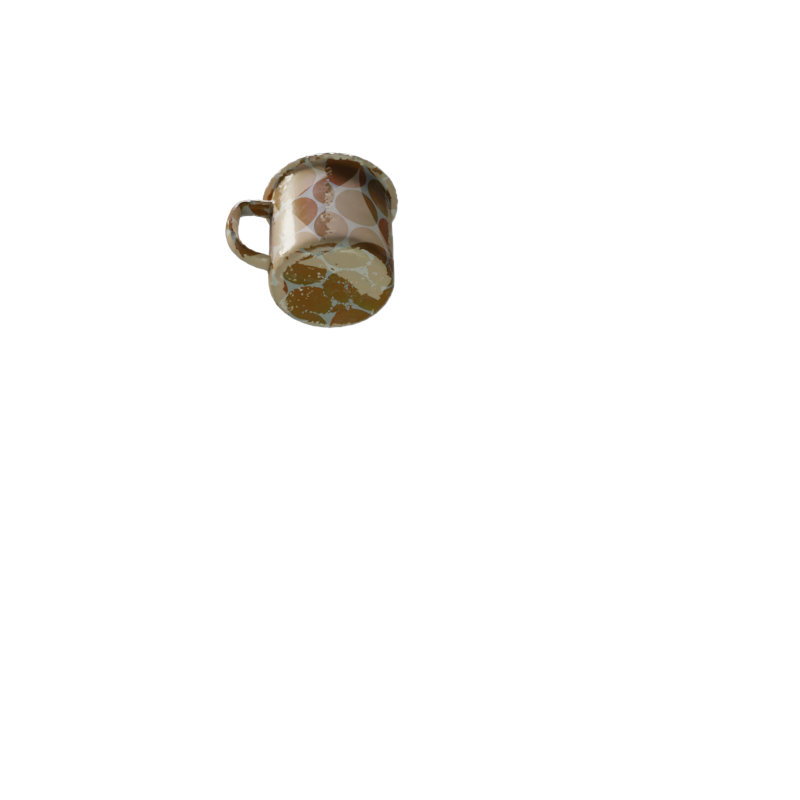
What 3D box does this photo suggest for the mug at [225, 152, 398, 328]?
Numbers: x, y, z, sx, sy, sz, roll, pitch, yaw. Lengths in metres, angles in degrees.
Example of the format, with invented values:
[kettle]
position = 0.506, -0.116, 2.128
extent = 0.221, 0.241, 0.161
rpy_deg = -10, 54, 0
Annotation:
[mug]
position = -0.057, -0.104, 0.731
extent = 0.115, 0.087, 0.088
rpy_deg = 10, -43, -13
